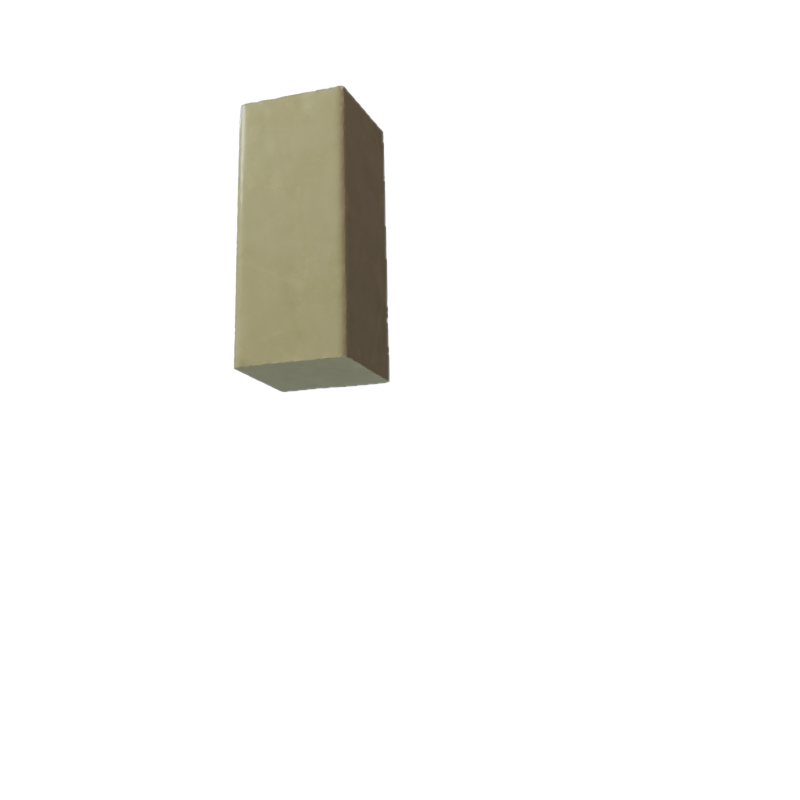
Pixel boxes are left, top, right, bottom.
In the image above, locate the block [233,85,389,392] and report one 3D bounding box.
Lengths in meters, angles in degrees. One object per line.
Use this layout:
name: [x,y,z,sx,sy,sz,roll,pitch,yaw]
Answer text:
block: [-0.066,-0.119,0.836,0.092,0.215,0.085,-8,-19,19]
